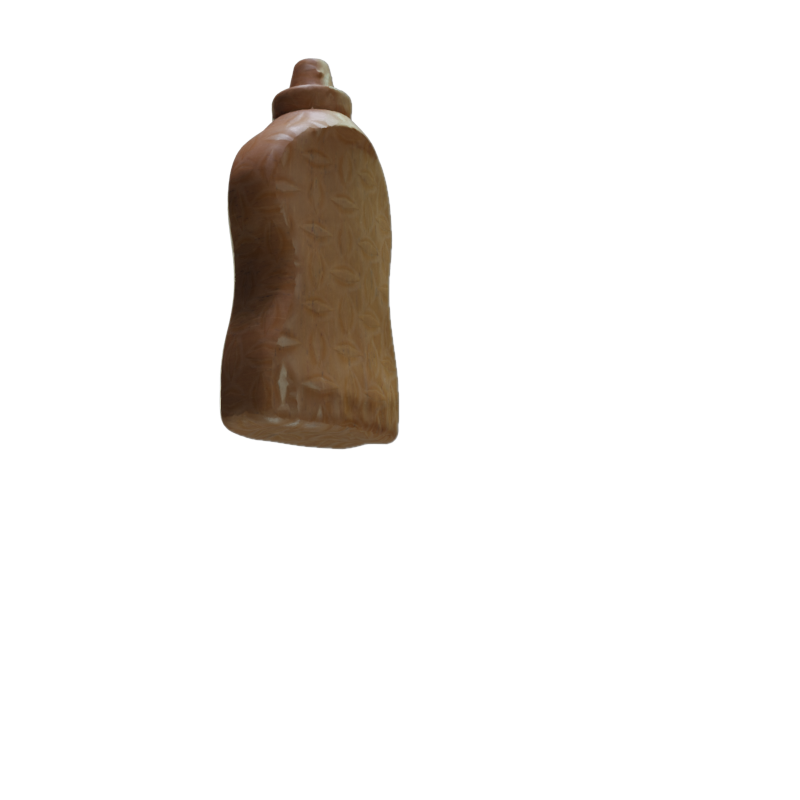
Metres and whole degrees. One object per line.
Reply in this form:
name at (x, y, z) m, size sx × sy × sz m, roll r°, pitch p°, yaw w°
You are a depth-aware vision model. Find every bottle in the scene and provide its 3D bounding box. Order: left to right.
bottle at (-0.043, -0.077, 0.540) m, size 0.059 × 0.200 × 0.091 m, roll -15°, pitch -21°, yaw 39°
